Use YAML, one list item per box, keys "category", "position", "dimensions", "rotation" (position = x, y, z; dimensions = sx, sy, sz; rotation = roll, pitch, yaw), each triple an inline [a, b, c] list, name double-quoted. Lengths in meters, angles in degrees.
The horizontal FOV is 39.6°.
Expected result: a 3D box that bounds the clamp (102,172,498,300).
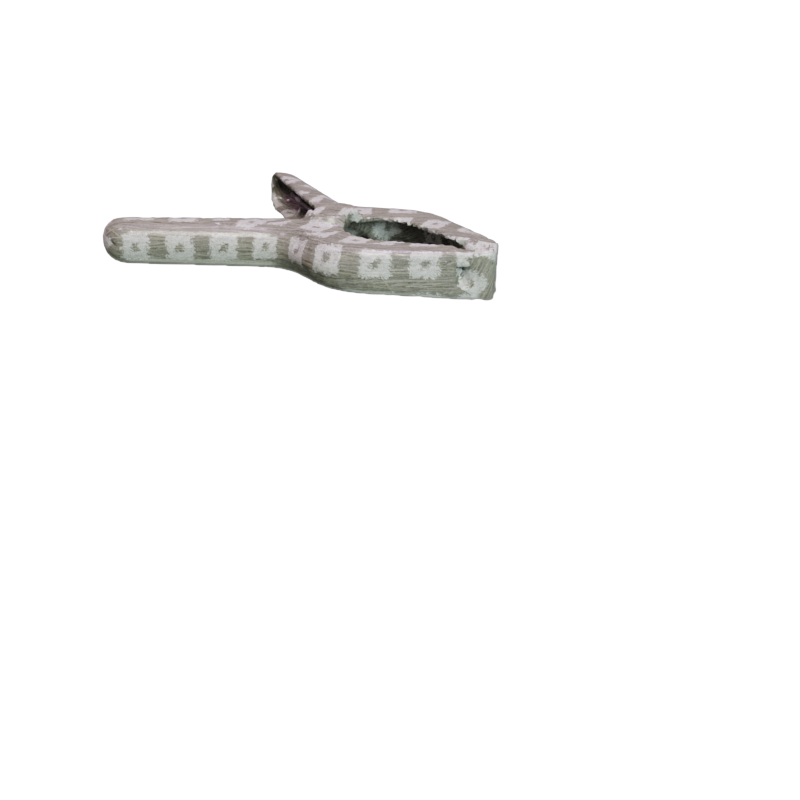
- category: "clamp"
  position: [-0.048, -0.088, 0.614]
  dimensions: [0.222, 0.035, 0.163]
  rotation: [19, 30, 37]
